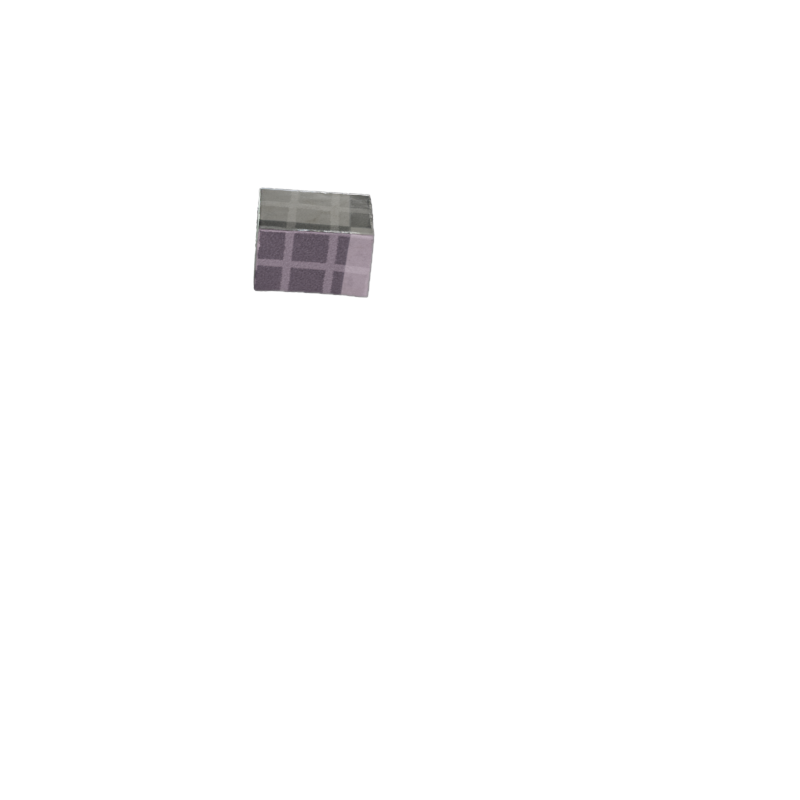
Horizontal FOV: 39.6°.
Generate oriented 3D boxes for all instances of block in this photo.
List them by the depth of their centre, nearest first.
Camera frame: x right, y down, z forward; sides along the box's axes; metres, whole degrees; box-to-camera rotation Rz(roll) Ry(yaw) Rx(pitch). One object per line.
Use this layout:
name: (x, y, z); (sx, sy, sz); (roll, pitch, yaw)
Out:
block: (-0.058, -0.106, 0.742); (0.077, 0.049, 0.055); (4, 39, -5)
